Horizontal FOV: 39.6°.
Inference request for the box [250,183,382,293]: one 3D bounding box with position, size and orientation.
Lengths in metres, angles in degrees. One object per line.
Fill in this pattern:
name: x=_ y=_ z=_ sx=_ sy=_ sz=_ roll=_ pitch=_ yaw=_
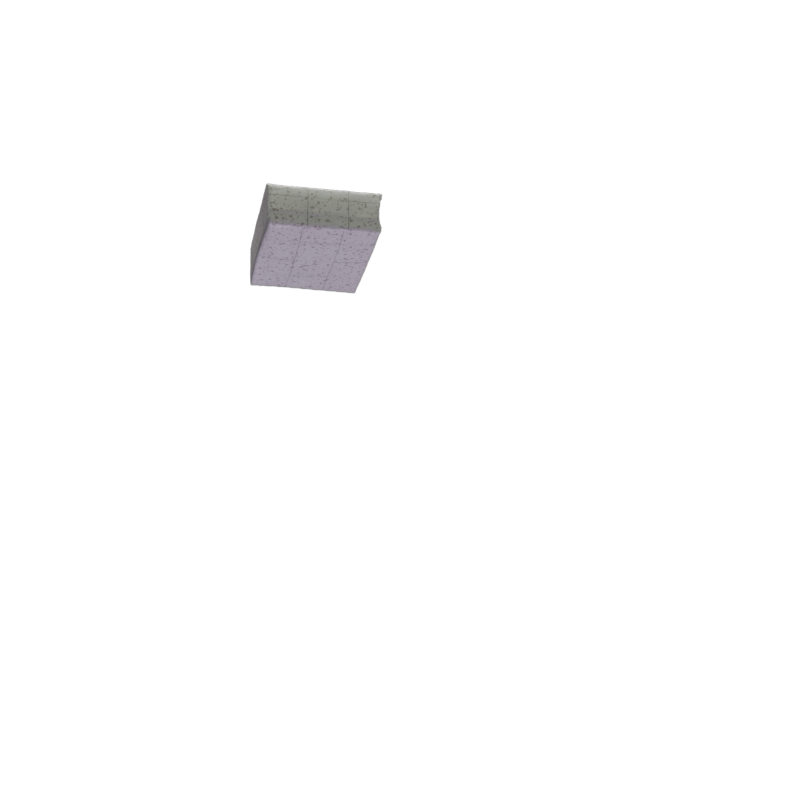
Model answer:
box: x=-0.068 y=-0.125 z=0.873 sx=0.088 sy=0.041 sz=0.109 roll=4 pitch=-20 yaw=-11
